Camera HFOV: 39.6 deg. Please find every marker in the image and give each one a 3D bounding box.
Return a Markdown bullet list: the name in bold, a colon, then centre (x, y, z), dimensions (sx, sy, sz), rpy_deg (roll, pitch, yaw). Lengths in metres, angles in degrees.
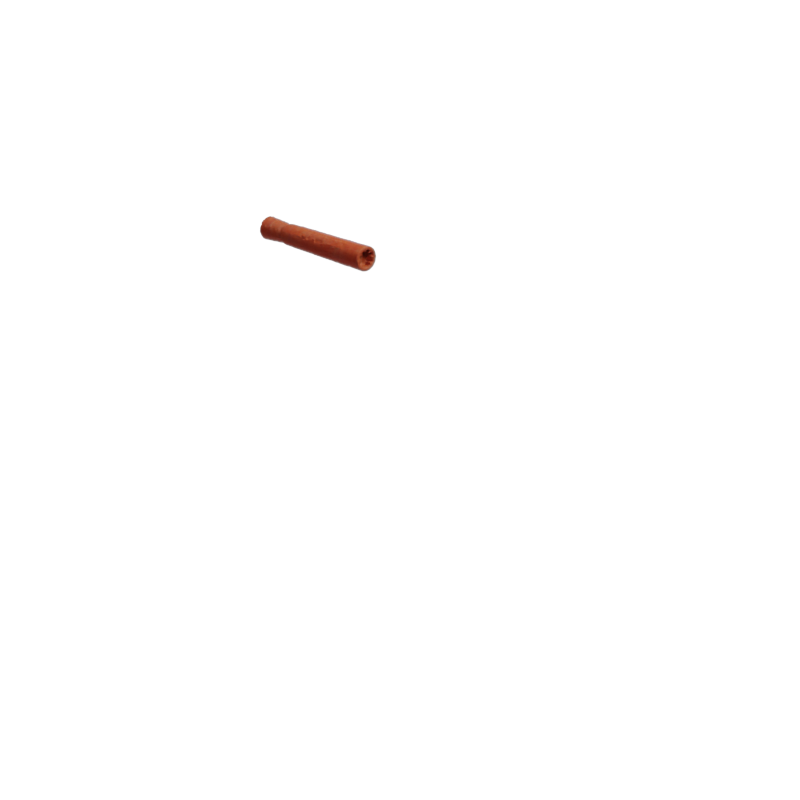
- **marker**: centre (-0.066, -0.120, 0.837), dimensions (0.019, 0.019, 0.129), rpy_deg (-3, 19, -42)
